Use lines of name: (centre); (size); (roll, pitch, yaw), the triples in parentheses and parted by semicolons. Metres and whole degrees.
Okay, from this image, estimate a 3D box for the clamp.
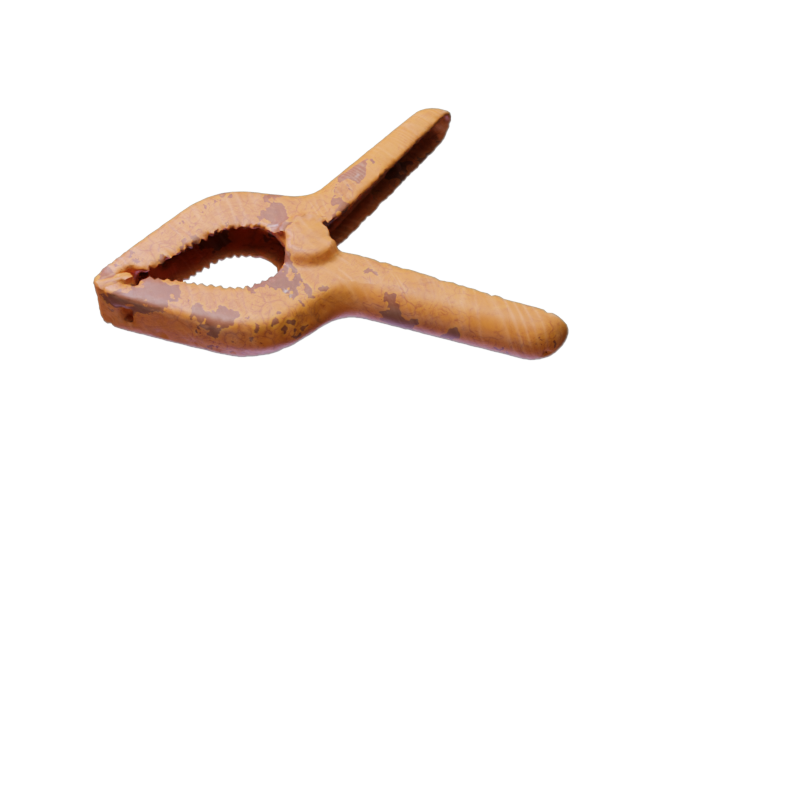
clamp: (-0.042, -0.077, 0.540); (0.208, 0.178, 0.034); (-8, -40, -7)
